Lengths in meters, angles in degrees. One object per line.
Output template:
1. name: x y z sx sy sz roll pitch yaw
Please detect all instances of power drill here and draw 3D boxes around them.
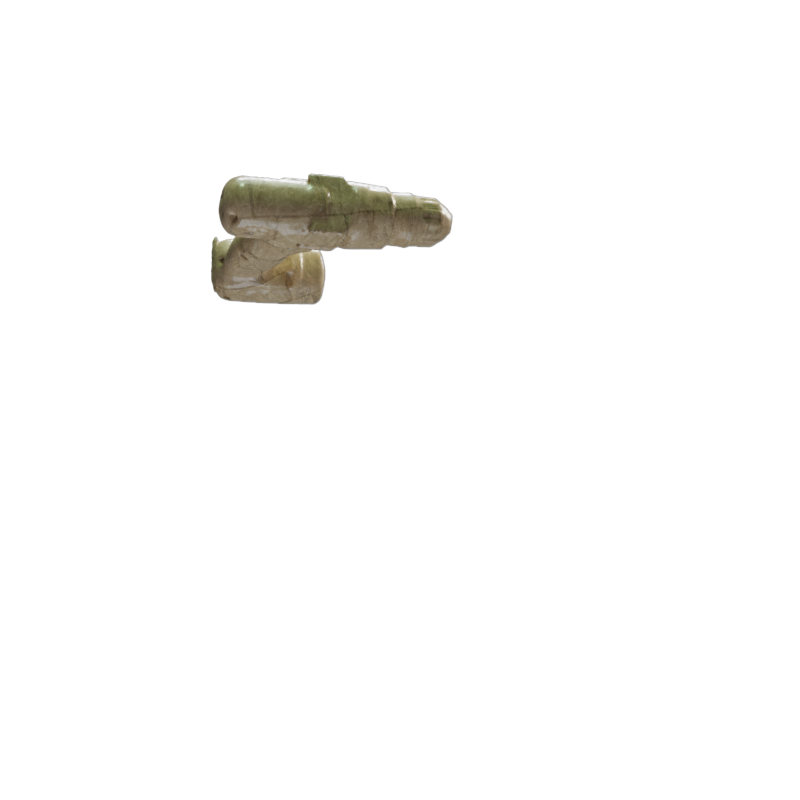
1. power drill: -0.071 -0.130 0.912 0.180 0.060 0.185 5 -15 -18
